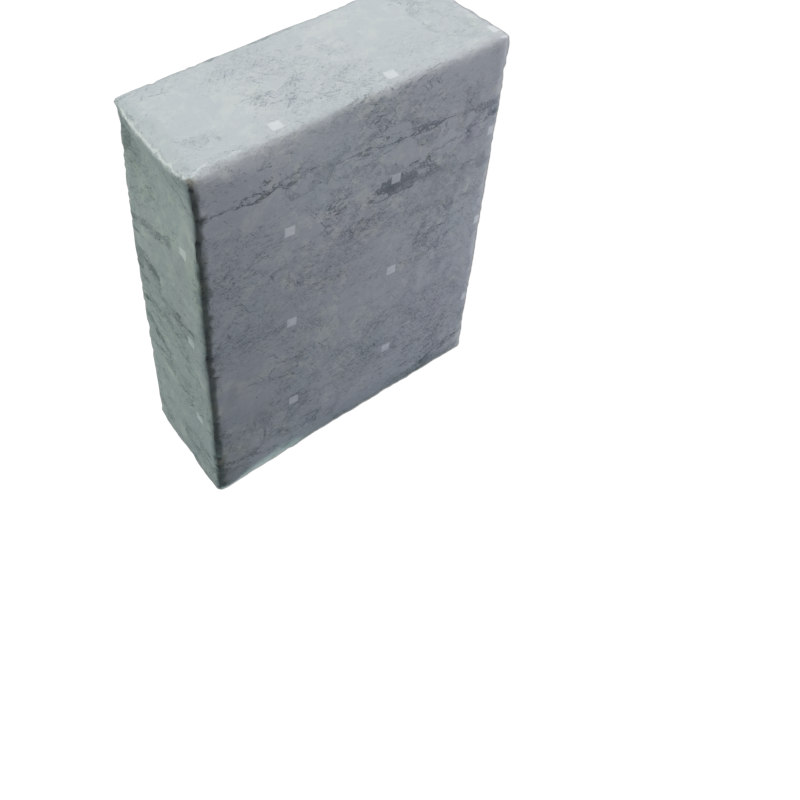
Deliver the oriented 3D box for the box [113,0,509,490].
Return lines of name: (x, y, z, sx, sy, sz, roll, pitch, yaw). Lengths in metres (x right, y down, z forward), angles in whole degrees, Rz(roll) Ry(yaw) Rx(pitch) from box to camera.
box: (-0.042, -0.076, 0.534, 0.164, 0.199, 0.077, -30, 58, -25)
